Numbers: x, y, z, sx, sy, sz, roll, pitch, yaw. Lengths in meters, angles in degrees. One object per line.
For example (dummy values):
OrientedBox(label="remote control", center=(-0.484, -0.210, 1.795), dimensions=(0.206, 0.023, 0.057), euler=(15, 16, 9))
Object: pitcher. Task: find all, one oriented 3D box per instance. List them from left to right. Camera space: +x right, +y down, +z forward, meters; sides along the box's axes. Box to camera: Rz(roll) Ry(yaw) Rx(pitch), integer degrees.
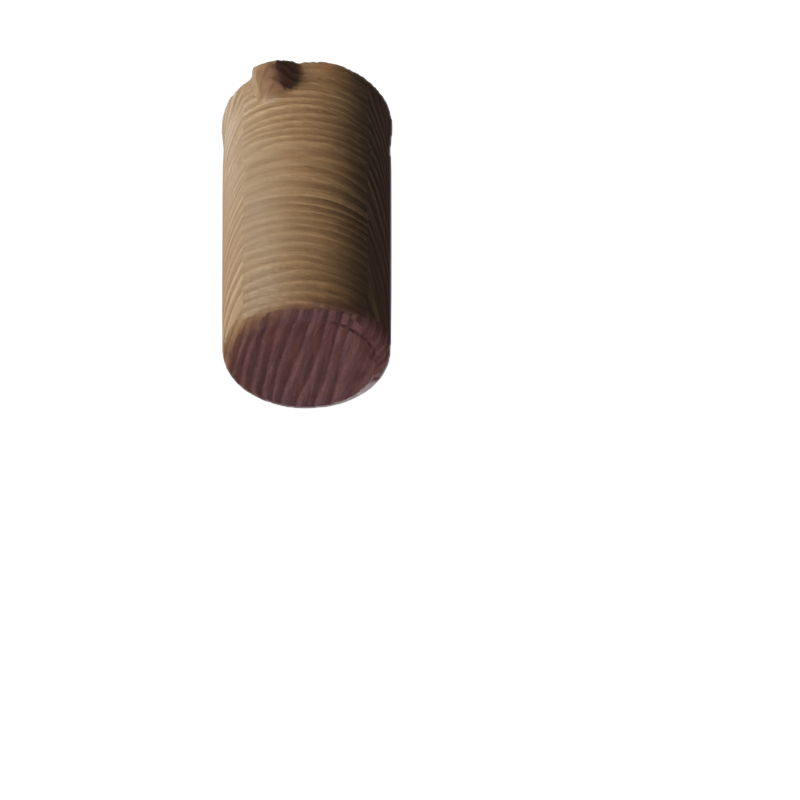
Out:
OrientedBox(label="pitcher", center=(-0.062, -0.113, 0.793), dimensions=(0.144, 0.261, 0.140), euler=(16, -45, -21))
